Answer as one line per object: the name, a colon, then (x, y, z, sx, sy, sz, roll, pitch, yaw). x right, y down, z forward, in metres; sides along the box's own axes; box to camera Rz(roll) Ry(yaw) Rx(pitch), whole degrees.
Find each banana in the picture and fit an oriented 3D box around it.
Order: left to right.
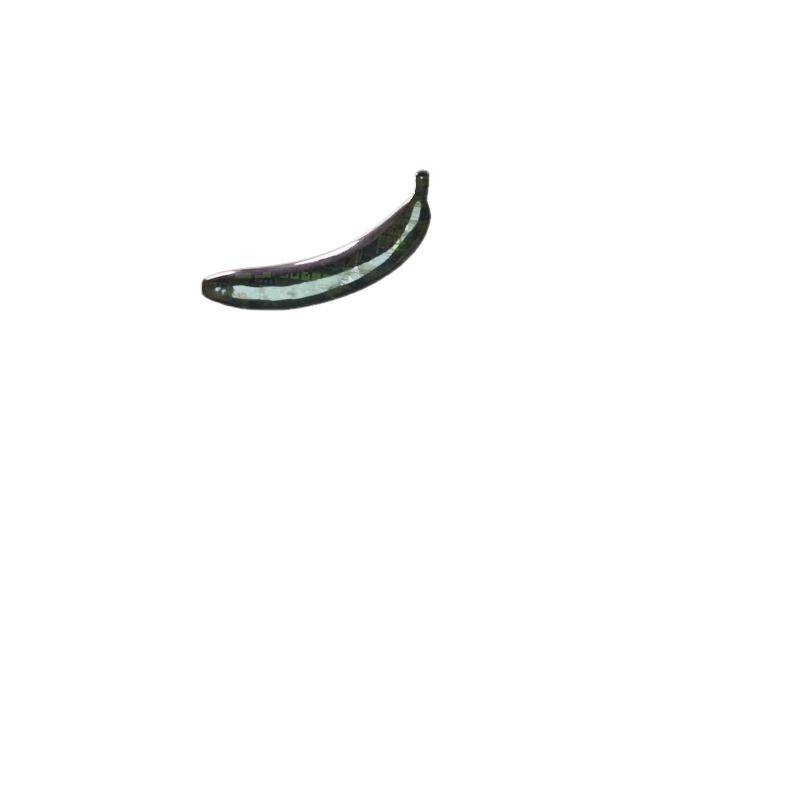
banana: (-0.054, -0.108, 0.847, 0.198, 0.066, 0.039, -26, 23, 11)
